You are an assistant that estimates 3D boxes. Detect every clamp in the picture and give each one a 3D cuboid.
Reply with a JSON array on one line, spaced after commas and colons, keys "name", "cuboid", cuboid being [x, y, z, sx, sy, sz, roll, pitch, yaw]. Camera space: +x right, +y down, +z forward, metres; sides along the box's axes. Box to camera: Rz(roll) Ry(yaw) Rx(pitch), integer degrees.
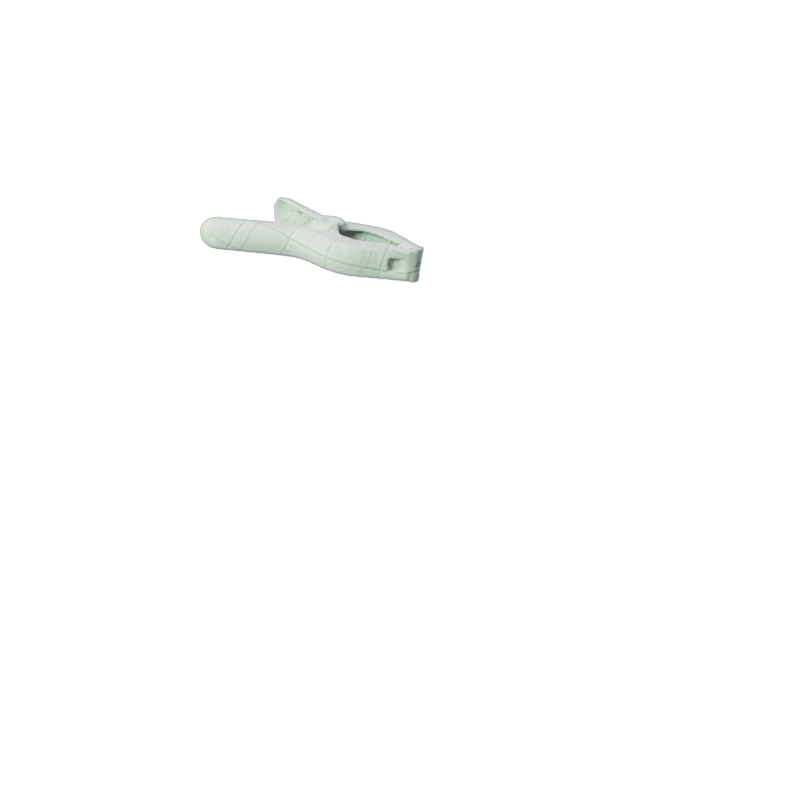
[{"name": "clamp", "cuboid": [-0.068, -0.124, 0.867, 0.181, 0.037, 0.119, 19, 31, 34]}]
